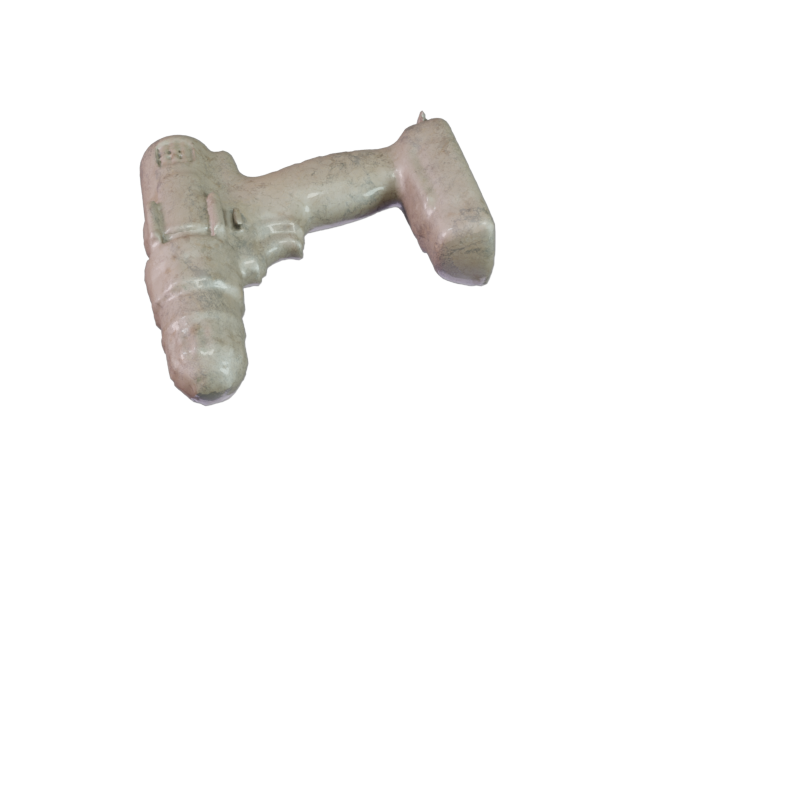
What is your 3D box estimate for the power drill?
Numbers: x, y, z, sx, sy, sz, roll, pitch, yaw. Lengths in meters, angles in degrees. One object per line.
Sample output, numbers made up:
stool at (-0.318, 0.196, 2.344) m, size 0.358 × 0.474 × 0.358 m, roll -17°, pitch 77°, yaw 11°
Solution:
power drill at (-0.048, -0.087, 0.610) m, size 0.186 × 0.199 × 0.053 m, roll -10°, pitch -39°, yaw -8°
